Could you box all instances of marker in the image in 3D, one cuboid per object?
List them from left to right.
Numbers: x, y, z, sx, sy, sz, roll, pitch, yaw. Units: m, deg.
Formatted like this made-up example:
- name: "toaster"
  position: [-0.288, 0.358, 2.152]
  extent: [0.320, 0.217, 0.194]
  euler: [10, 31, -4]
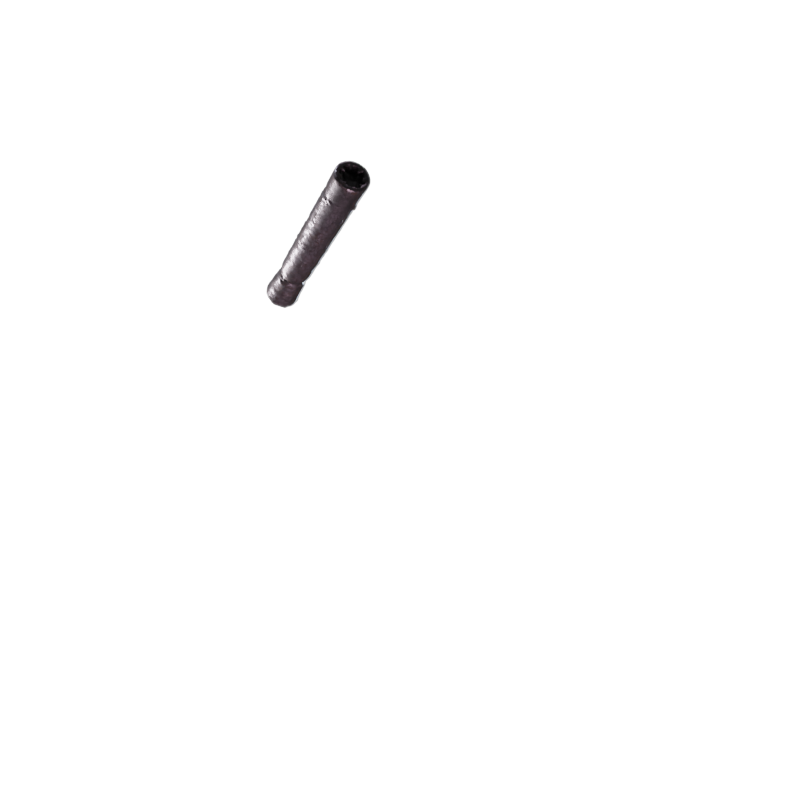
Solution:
- name: "marker"
  position: [-0.046, -0.083, 0.584]
  extent: [0.019, 0.021, 0.117]
  euler: [-1, -26, -26]
